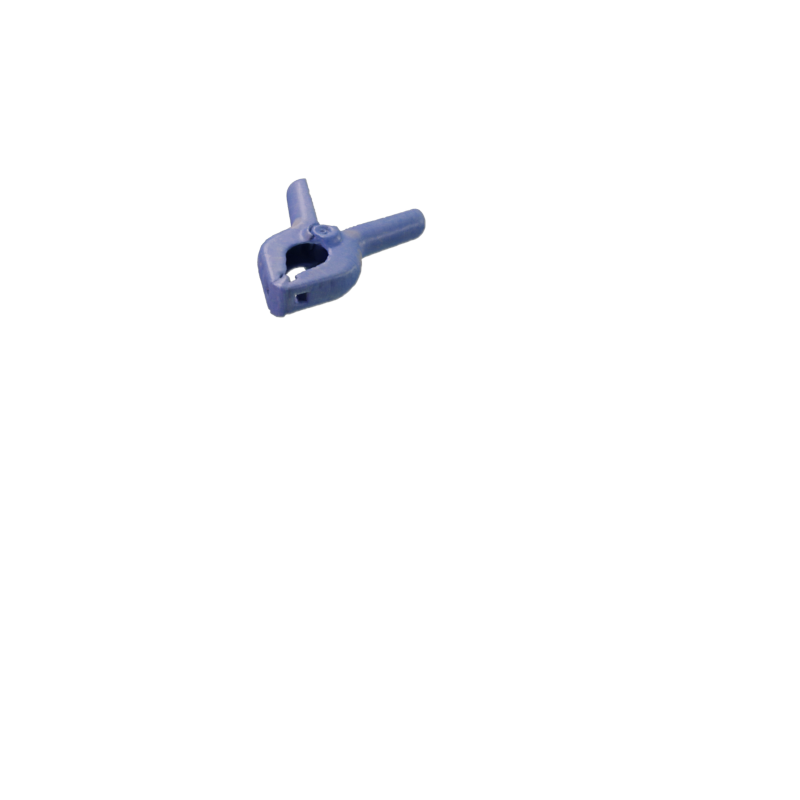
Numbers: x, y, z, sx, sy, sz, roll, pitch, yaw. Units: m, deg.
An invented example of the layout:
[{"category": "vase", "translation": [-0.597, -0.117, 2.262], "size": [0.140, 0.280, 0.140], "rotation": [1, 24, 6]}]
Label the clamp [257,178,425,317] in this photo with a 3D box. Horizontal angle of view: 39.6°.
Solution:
[{"category": "clamp", "translation": [-0.068, -0.124, 0.868], "size": [0.126, 0.037, 0.174], "rotation": [17, 37, 24]}]
